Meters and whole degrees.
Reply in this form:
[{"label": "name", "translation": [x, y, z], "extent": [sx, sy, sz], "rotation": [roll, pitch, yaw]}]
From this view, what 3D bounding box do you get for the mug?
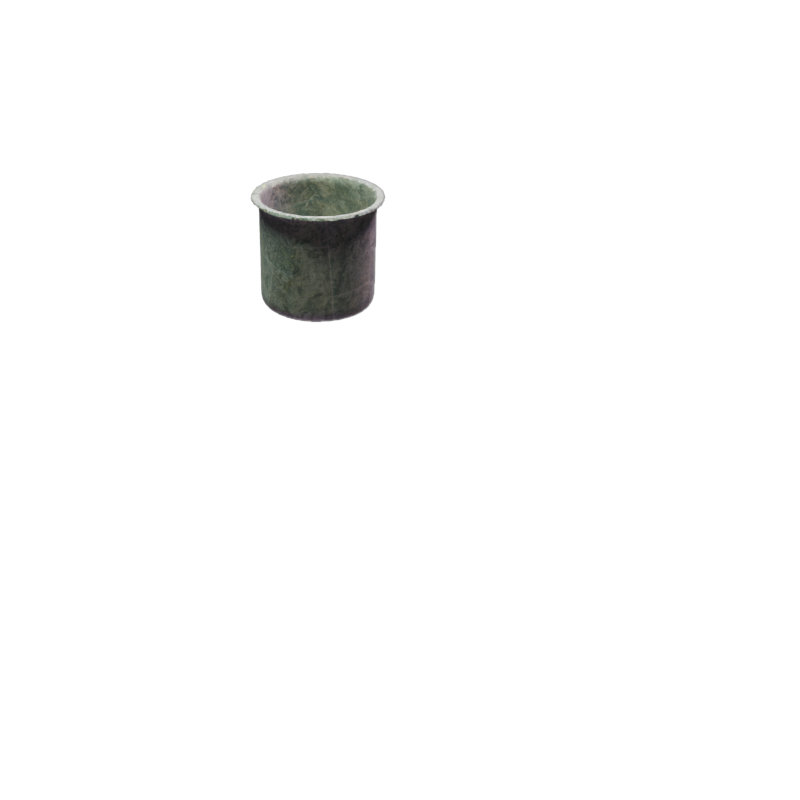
[{"label": "mug", "translation": [-0.062, -0.113, 0.793], "extent": [0.092, 0.077, 0.126], "rotation": [-8, 29, -17]}]
